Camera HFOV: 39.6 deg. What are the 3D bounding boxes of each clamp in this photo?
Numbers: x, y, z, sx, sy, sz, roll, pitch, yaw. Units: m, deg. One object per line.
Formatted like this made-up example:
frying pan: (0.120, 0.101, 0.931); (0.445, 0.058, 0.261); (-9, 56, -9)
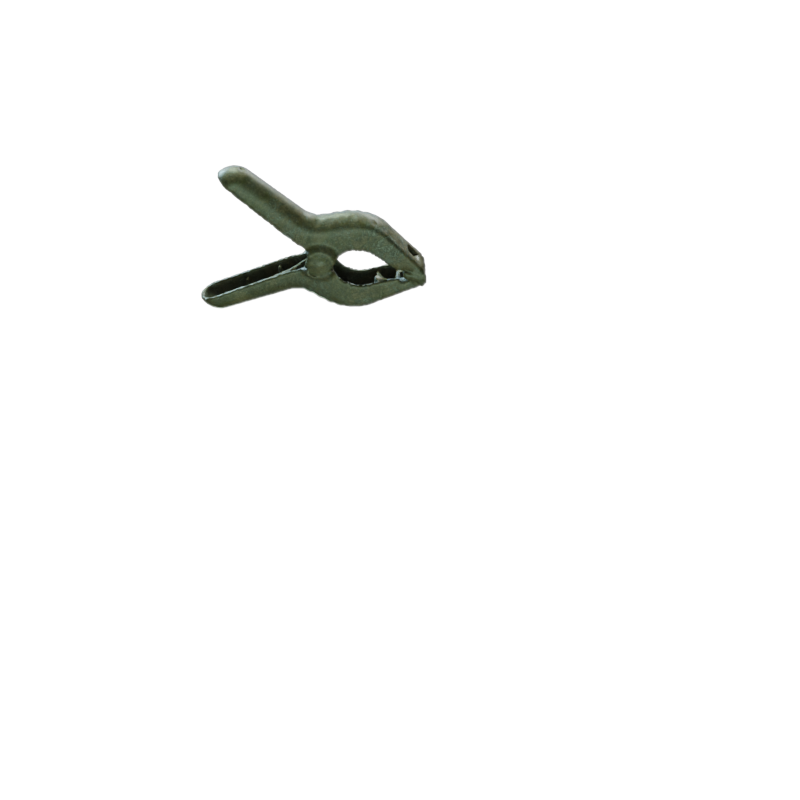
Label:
clamp: (-0.065, -0.118, 0.826); (0.171, 0.112, 0.042); (1, 41, -1)
